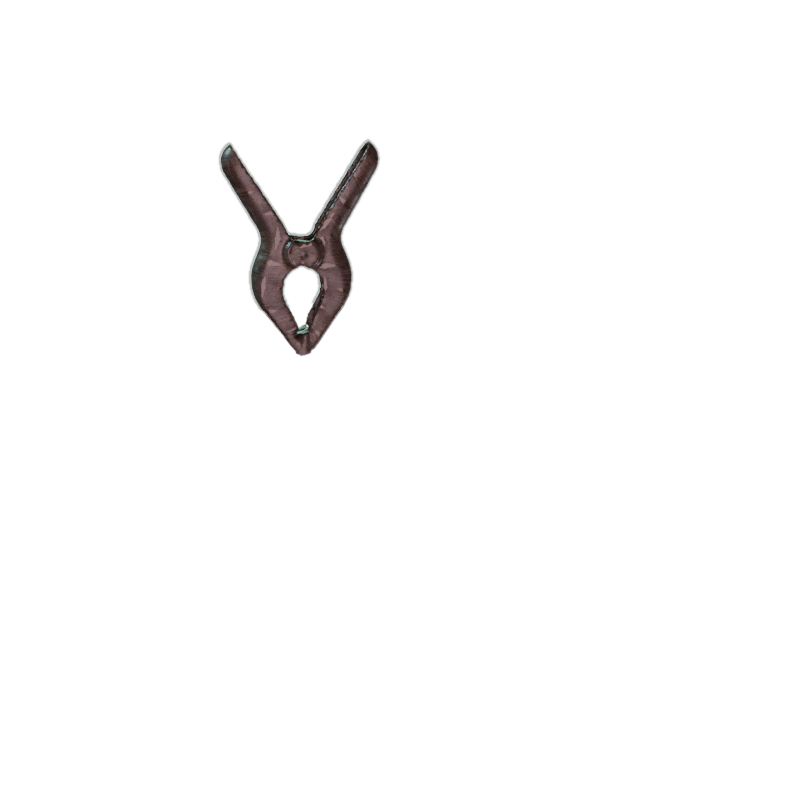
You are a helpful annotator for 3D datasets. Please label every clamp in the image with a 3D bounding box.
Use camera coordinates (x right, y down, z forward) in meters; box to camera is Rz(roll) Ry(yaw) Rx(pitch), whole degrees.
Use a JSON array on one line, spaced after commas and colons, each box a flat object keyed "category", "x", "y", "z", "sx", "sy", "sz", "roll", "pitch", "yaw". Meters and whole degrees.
[{"category": "clamp", "x": -0.067, "y": -0.123, "z": 0.860, "sx": 0.120, "sy": 0.165, "sz": 0.041, "roll": -8, "pitch": 14, "yaw": 2}]
